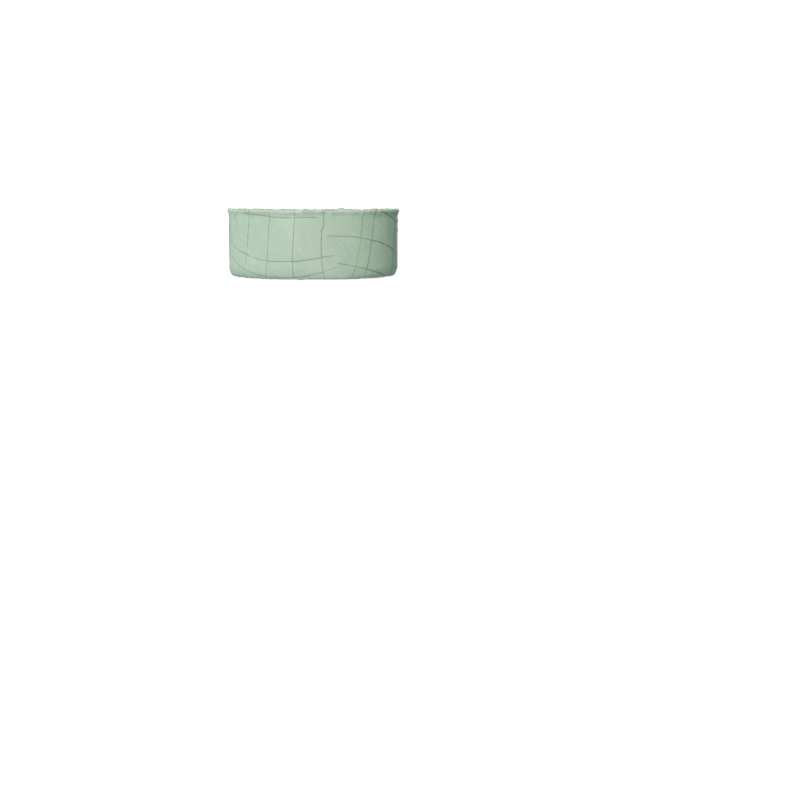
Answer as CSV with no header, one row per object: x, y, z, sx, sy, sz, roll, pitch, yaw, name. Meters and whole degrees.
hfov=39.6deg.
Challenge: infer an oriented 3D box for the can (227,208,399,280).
-0.043,-0.079,0.555,0.086,0.033,0.087,0,9,-2,can
